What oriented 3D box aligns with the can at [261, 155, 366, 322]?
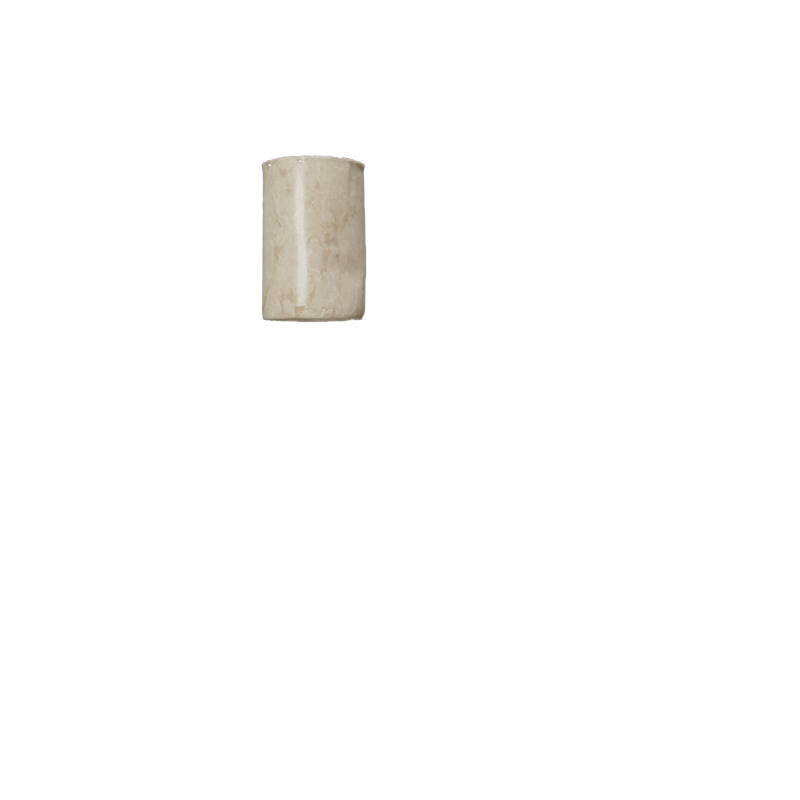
[{"bbox_3d":[-0.057,-0.103,0.722,0.068,0.104,0.068,0,-4,-2],"label":"can"}]
